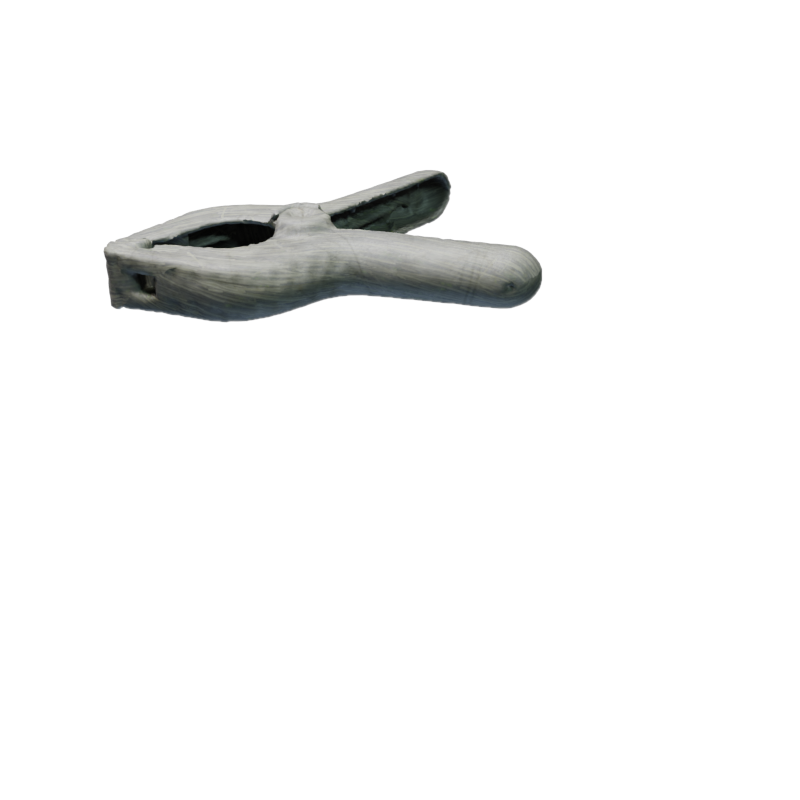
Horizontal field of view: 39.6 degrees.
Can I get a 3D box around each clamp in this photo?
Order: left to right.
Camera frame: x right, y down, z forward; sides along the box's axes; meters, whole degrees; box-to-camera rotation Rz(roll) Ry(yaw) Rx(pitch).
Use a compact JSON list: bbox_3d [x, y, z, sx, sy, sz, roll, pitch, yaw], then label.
[{"bbox_3d":[-0.037,-0.068,0.475,0.170,0.037,0.126,-2,23,-5],"label":"clamp"}]
